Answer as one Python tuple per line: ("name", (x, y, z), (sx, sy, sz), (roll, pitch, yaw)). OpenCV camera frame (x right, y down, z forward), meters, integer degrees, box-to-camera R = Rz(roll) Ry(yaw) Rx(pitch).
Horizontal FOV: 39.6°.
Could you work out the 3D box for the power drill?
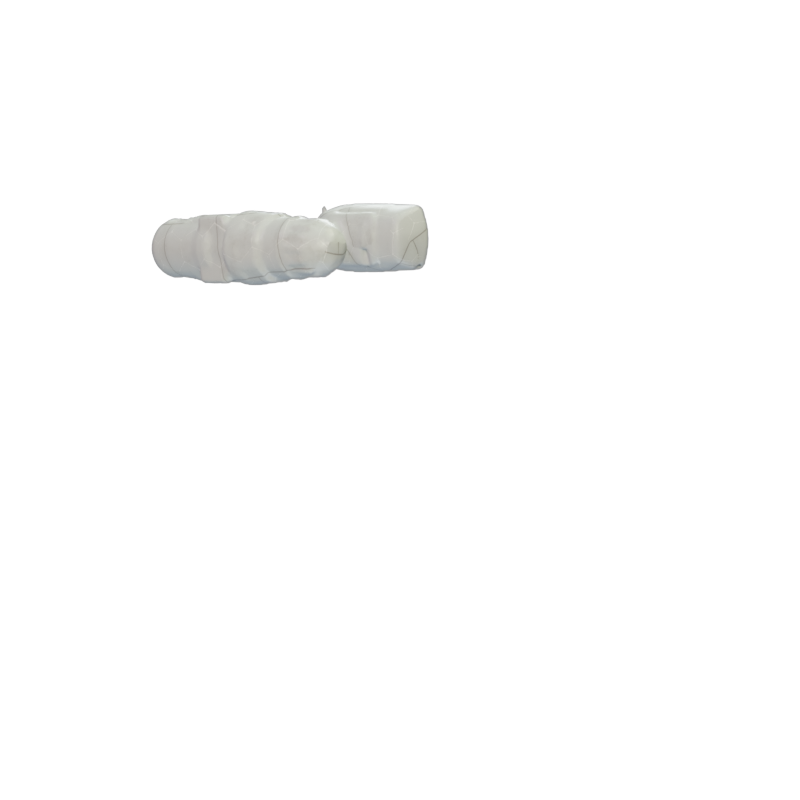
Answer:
("power drill", (-0.065, -0.119, 0.835), (0.193, 0.057, 0.182), (9, 13, 42))
